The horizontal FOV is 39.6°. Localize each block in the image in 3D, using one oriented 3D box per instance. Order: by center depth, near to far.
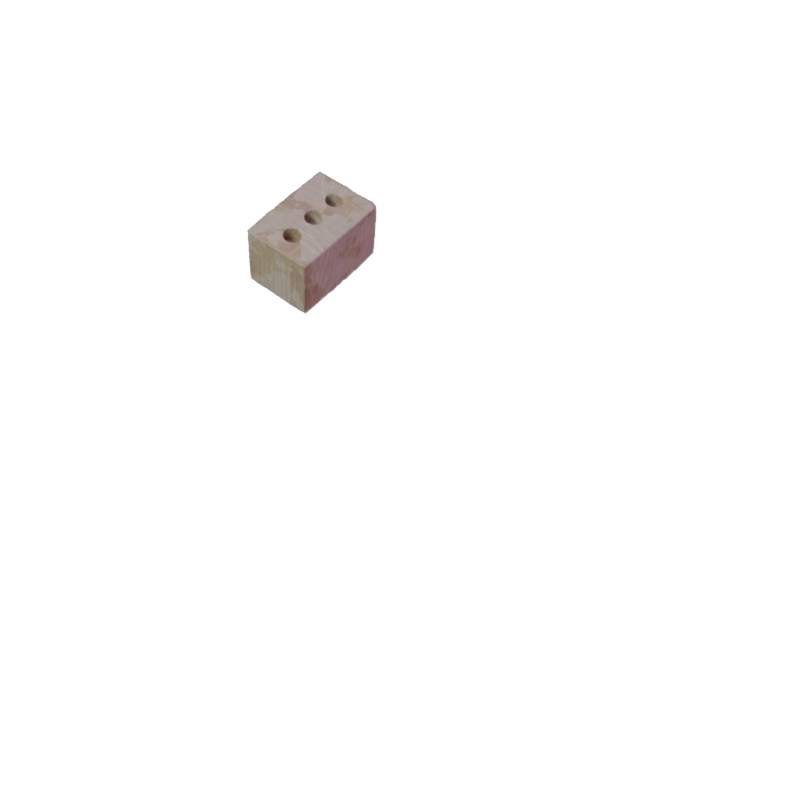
[{"bbox_3d":[-0.060,-0.109,0.765,0.055,0.048,0.079,32,57,21],"label":"block"}]
